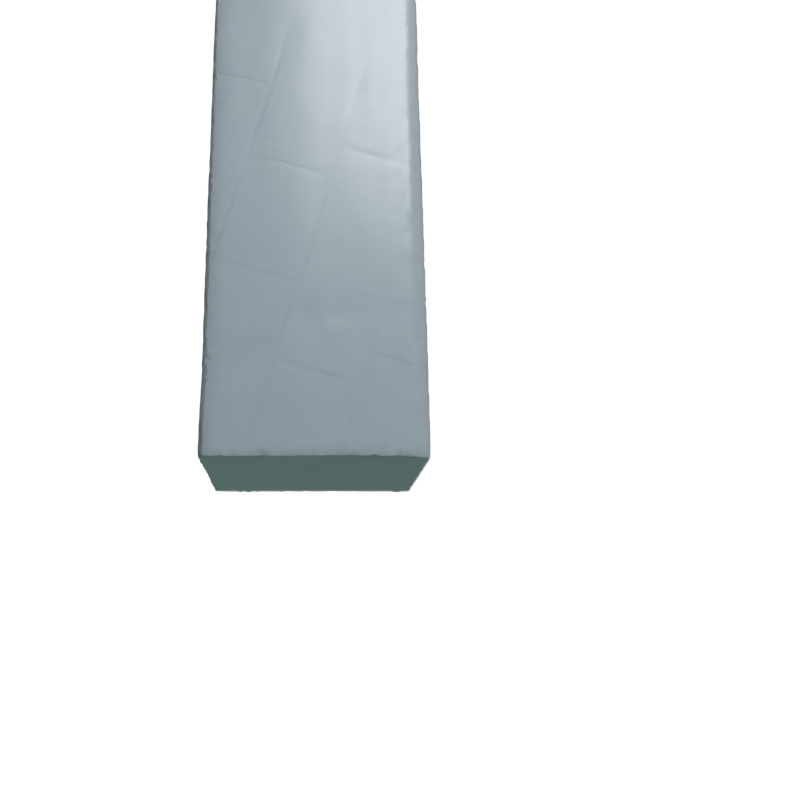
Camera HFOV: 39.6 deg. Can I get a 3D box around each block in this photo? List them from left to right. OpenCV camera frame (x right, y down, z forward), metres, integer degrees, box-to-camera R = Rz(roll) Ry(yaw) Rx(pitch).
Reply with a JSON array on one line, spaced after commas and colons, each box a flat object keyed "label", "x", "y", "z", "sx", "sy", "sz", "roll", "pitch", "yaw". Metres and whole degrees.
[{"label": "block", "x": -0.038, "y": -0.070, "z": 0.492, "sx": 0.090, "sy": 0.216, "sz": 0.087, "roll": 0, "pitch": -19, "yaw": -3}]
